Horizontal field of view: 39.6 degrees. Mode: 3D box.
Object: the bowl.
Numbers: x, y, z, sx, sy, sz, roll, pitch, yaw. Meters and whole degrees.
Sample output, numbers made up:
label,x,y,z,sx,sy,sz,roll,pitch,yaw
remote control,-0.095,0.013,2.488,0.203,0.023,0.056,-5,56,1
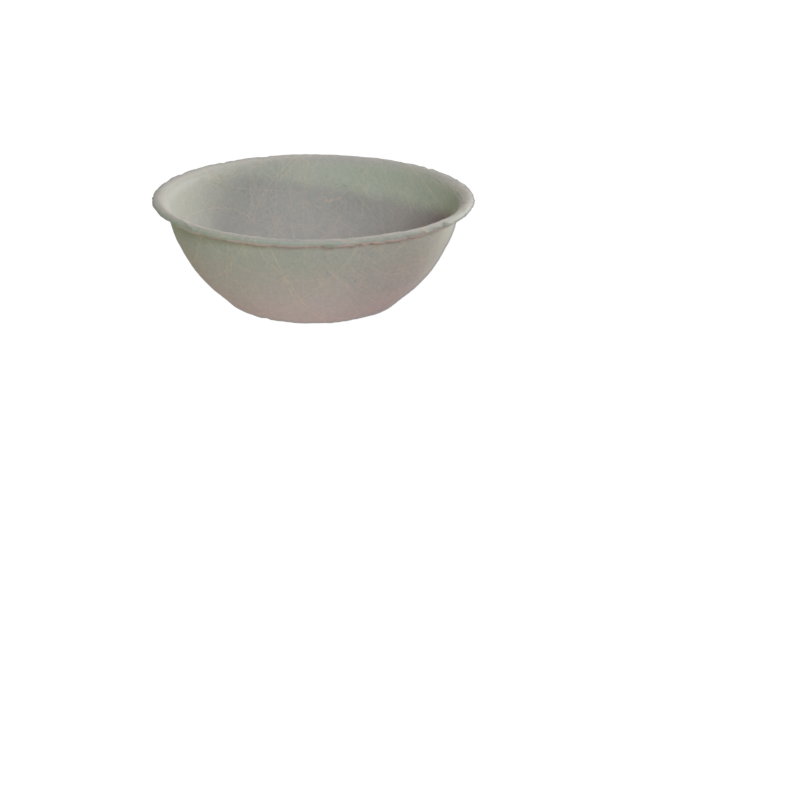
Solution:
label,x,y,z,sx,sy,sz,roll,pitch,yaw
bowl,-0.044,-0.081,0.567,0.162,0.052,0.170,-1,24,-2
